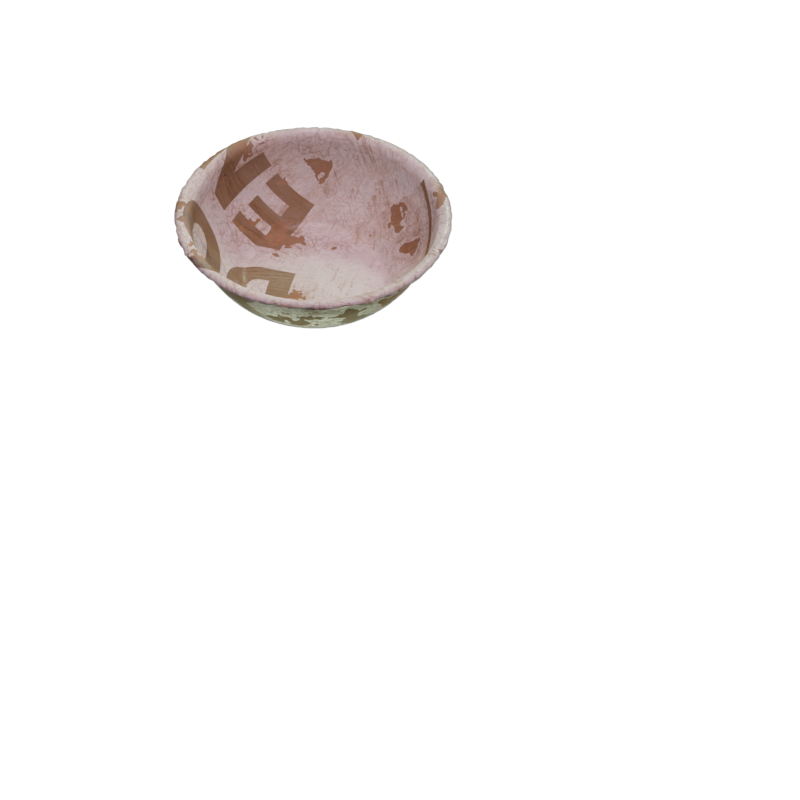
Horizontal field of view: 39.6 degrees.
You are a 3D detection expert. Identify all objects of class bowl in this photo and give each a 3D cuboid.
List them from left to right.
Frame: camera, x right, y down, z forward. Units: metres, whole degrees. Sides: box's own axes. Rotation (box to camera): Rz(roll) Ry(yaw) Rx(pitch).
[{"bbox_3d":[-0.052,-0.095,0.663,0.162,0.174,0.051,-1,-43,-1],"label":"bowl"}]
